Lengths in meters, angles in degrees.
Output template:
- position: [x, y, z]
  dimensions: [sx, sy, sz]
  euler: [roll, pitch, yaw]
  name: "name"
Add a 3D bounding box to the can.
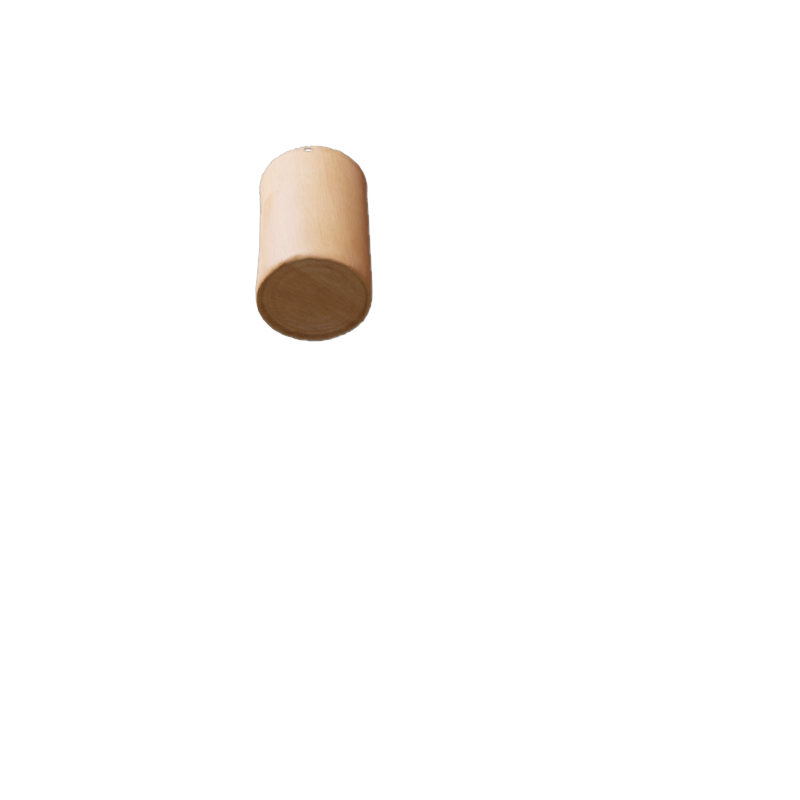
- position: [-0.051, -0.094, 0.655]
  dimensions: [0.068, 0.064, 0.110]
  euler: [-1, 45, -3]
  name: "can"
